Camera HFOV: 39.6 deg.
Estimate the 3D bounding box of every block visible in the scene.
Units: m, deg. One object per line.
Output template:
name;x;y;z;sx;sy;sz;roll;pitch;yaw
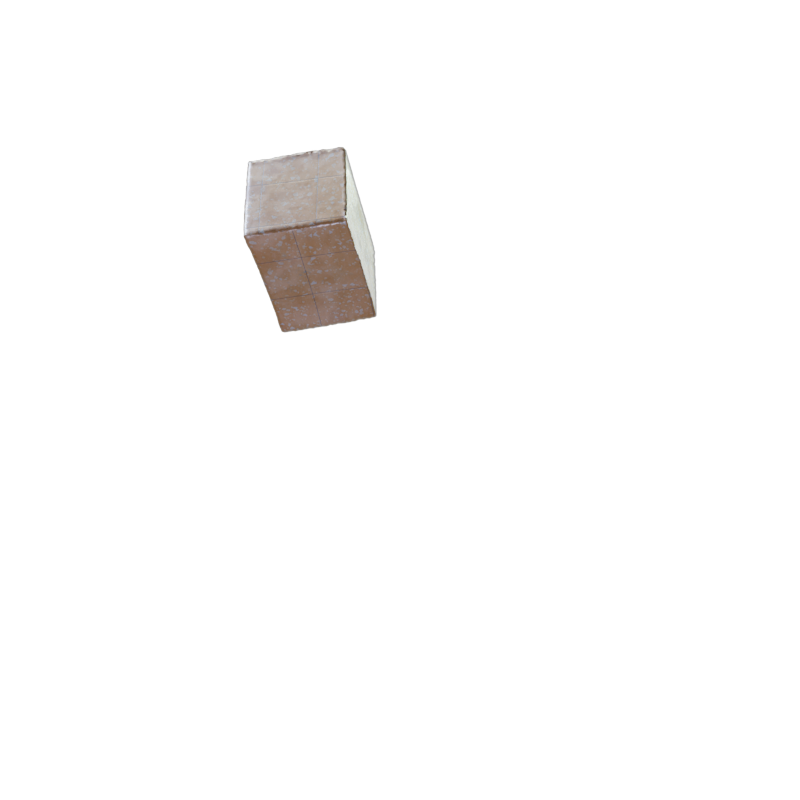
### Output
block;-0.044;-0.081;0.565;0.053;0.055;0.072;-8;-39;7
